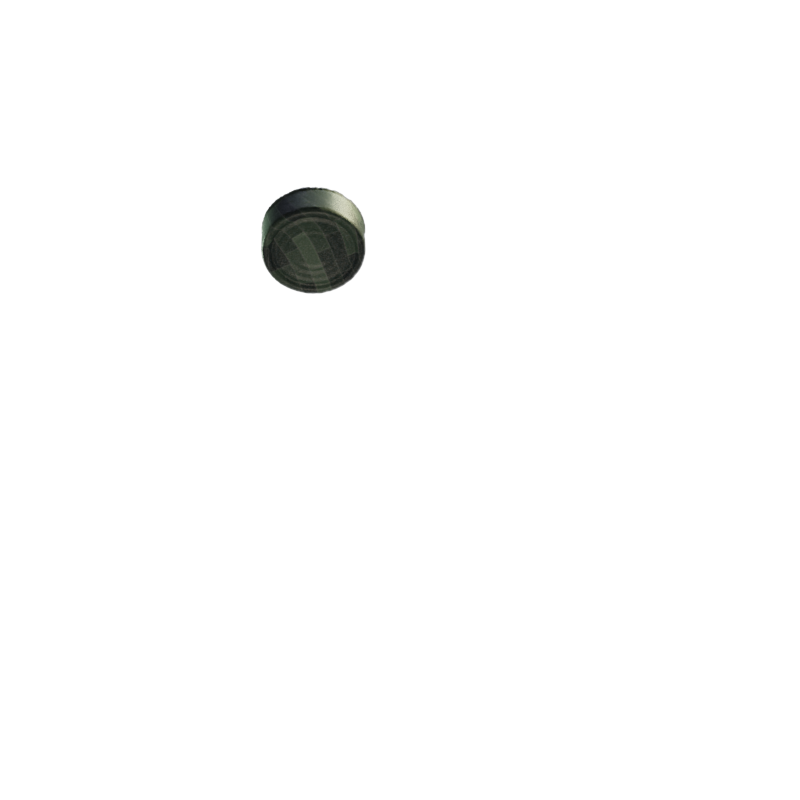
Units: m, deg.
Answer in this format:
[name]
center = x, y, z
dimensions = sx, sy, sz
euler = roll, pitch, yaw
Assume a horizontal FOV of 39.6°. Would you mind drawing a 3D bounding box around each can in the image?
[can]
center = -0.071, -0.129, 0.905
dimensions = 0.086, 0.080, 0.036
euler = 1, 38, -1
